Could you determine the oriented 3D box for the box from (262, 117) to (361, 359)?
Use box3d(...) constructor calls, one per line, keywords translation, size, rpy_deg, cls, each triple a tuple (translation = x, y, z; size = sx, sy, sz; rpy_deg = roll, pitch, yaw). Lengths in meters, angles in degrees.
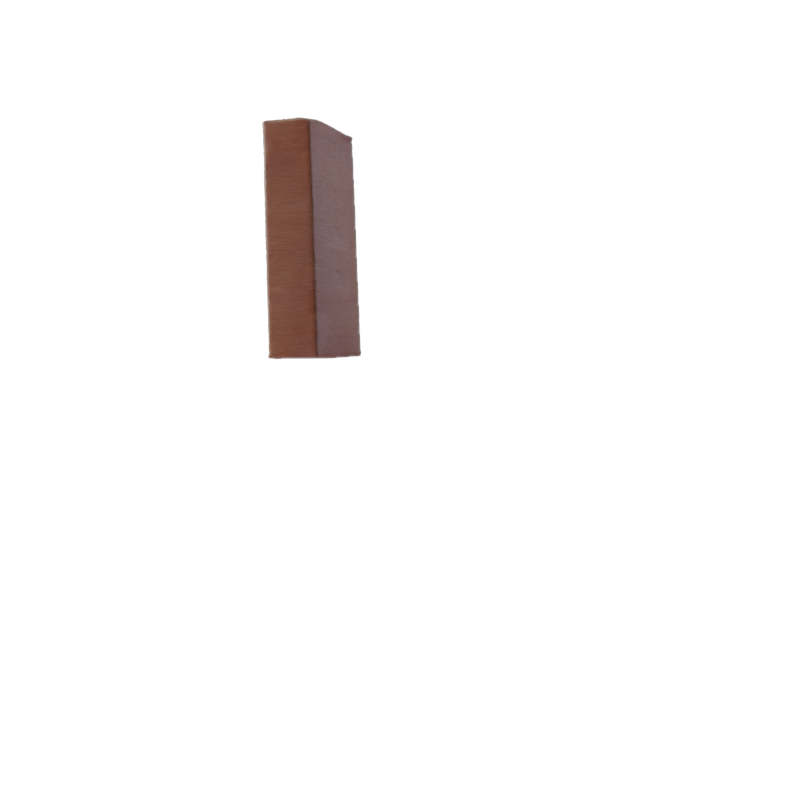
box3d(translation=(-0.066, -0.120, 0.844), size=(0.049, 0.178, 0.090), rpy_deg=(-2, -3, 20), cls="box")
